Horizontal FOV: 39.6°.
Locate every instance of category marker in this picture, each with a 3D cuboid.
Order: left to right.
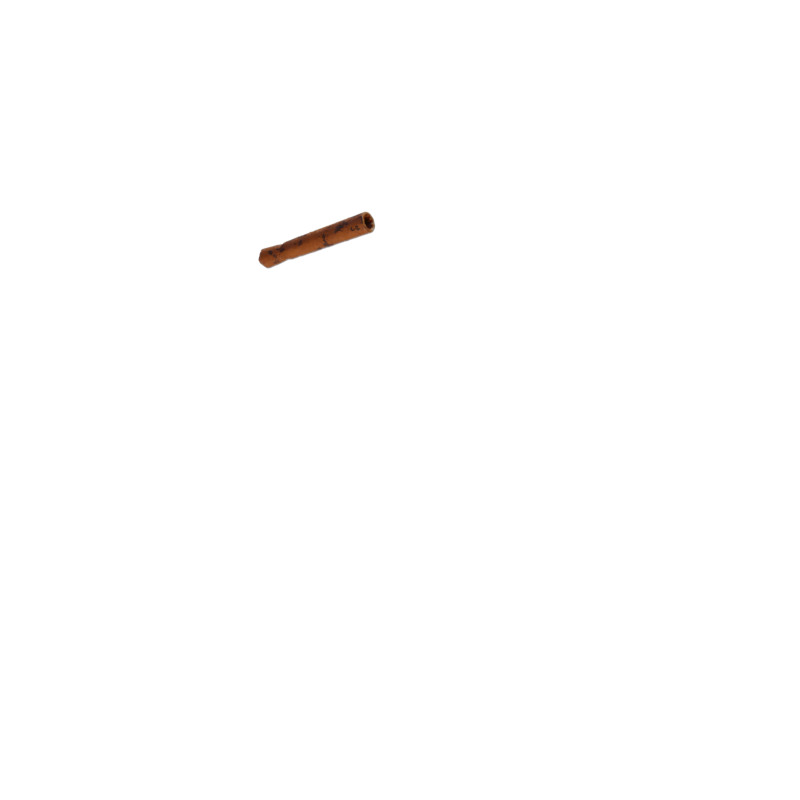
[{"bbox_3d":[-0.076,-0.138,0.965,0.123,0.020,0.019,-14,-5,34],"label":"marker"}]
